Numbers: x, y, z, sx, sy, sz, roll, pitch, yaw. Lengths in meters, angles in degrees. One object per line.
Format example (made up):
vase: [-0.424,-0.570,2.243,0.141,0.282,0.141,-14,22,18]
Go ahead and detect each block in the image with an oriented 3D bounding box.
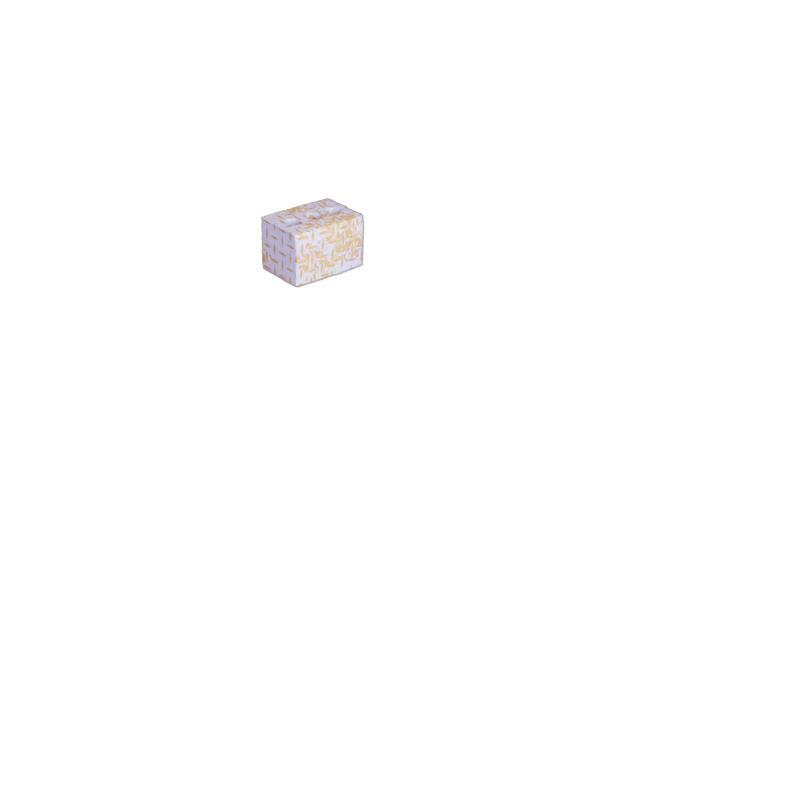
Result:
block: [-0.077,-0.140,0.981,0.077,0.048,0.056,-22,35,-35]
